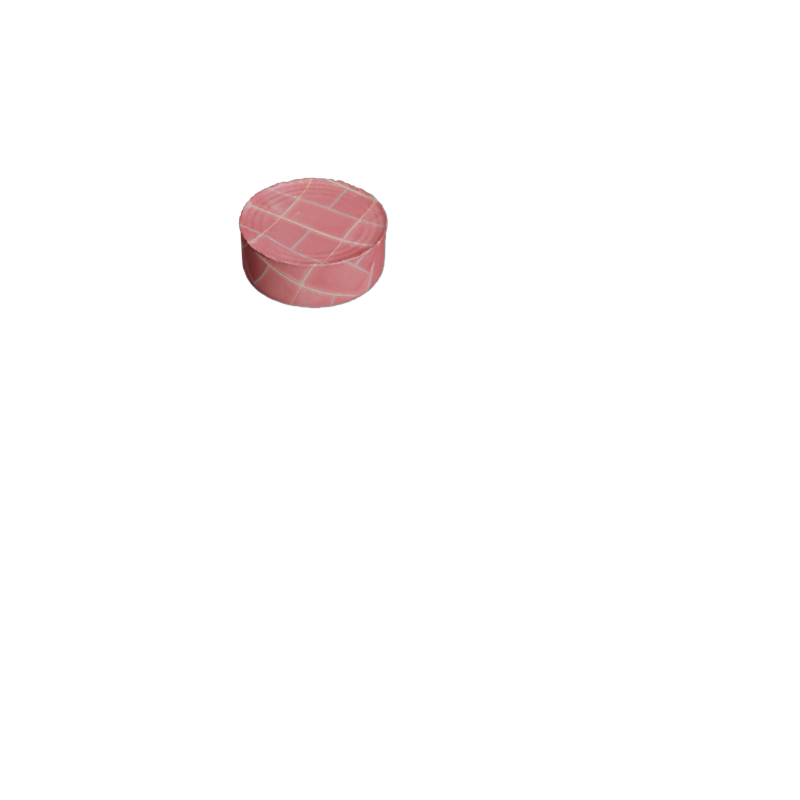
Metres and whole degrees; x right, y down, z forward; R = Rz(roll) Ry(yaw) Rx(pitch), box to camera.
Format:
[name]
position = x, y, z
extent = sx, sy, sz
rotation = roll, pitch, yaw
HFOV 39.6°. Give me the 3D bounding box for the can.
[can]
position = -0.051, -0.092, 0.646
extent = 0.086, 0.031, 0.092
rotation = -1, 42, -2
